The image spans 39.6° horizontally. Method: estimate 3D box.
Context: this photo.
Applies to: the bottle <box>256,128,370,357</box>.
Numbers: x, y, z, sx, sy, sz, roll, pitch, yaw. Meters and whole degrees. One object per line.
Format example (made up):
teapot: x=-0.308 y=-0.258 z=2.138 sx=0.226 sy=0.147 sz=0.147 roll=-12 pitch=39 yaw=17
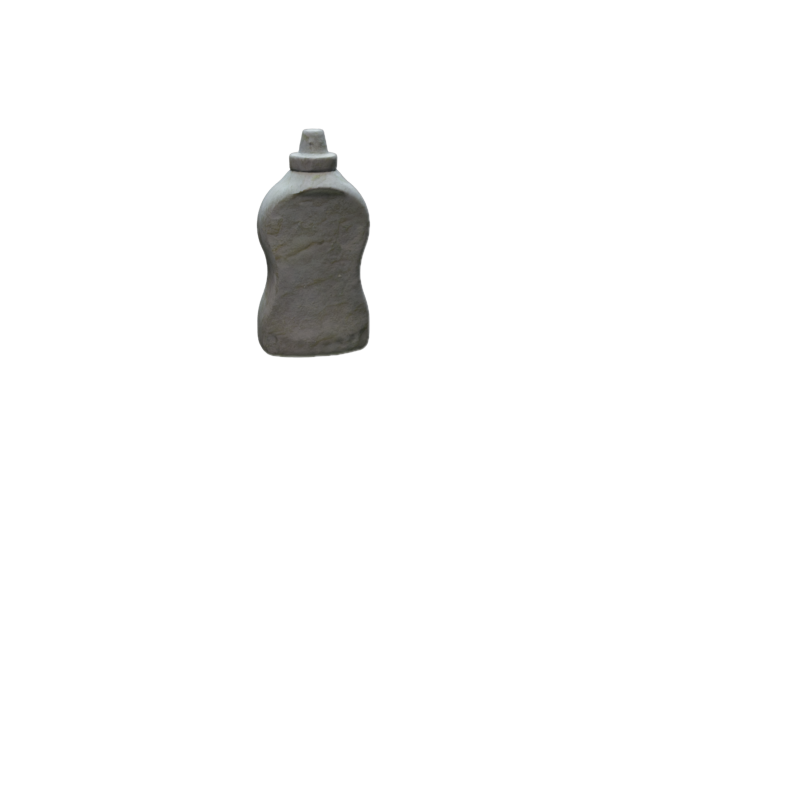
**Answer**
bottle: x=-0.074 y=-0.135 z=0.947 sx=0.095 sy=0.186 sz=0.061 roll=-2 pitch=14 yaw=-12
